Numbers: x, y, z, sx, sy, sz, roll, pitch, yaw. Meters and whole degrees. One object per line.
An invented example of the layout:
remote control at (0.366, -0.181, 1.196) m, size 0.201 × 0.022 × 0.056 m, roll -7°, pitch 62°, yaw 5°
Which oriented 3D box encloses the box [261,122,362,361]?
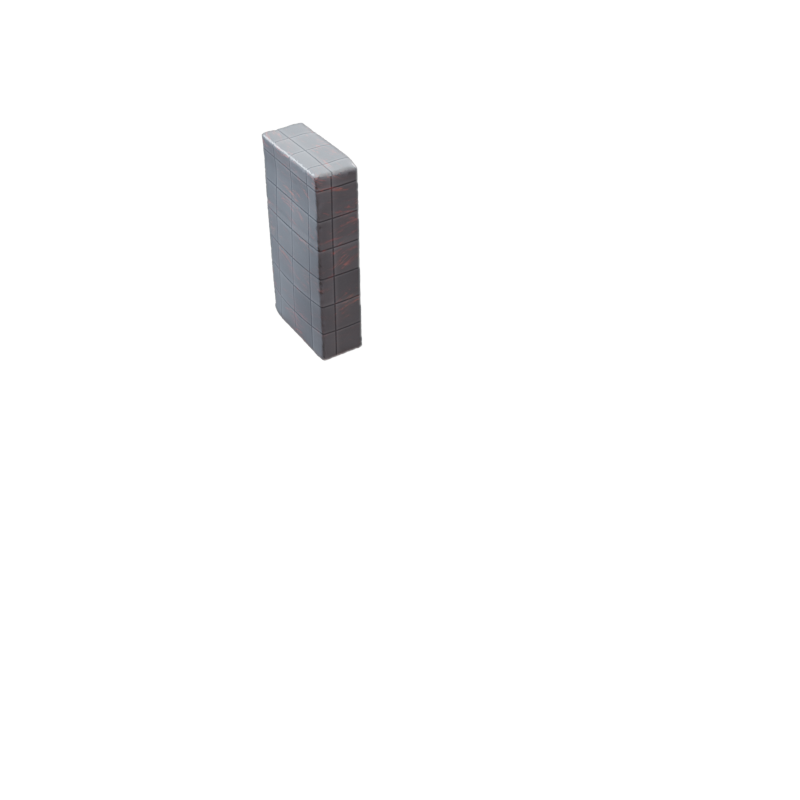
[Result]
box at (-0.072, -0.131, 0.920) m, size 0.047 × 0.165 × 0.101 m, roll -17°, pitch 39°, yaw -26°
